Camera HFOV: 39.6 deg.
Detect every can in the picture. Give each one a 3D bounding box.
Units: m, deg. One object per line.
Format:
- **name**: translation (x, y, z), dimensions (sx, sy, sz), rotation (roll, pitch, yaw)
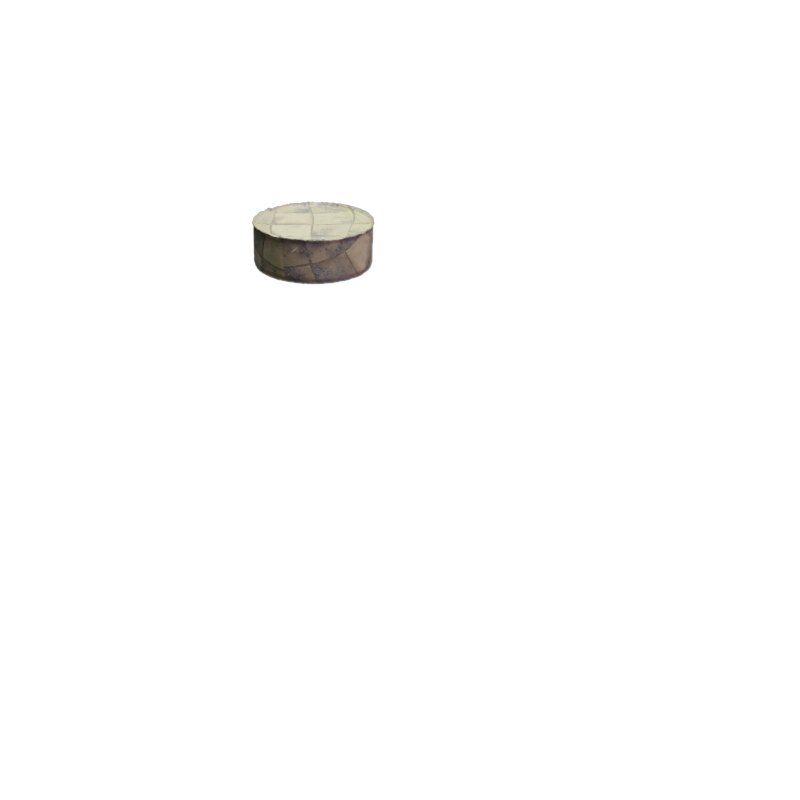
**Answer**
- **can**: translation (-0.061, -0.112, 0.782), dimensions (0.086, 0.032, 0.090), rotation (-1, 25, -2)
